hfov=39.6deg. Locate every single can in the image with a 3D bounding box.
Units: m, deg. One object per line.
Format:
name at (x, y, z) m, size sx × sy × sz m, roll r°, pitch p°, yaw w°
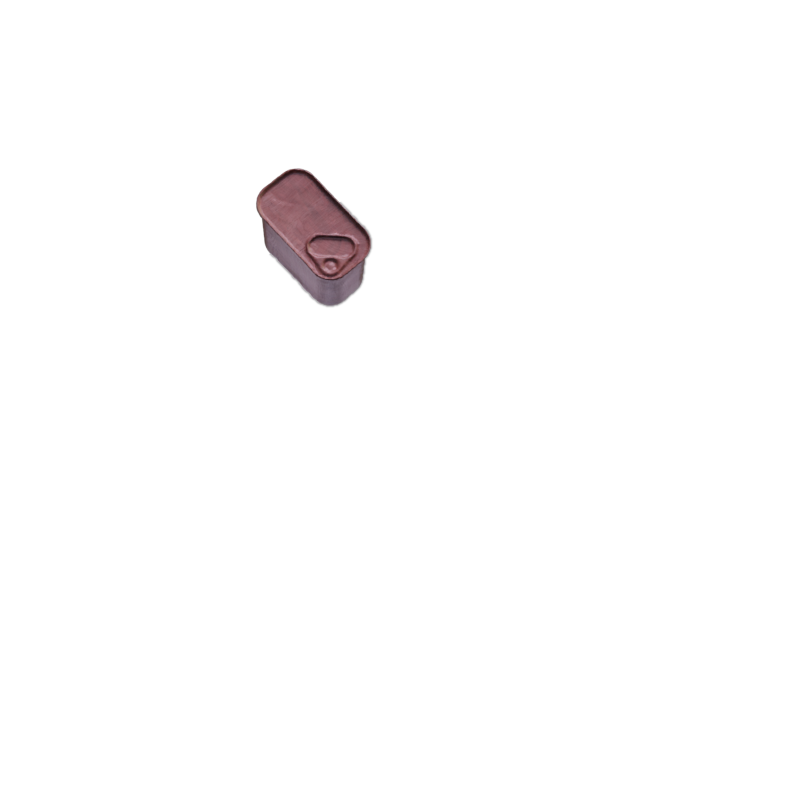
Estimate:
can at (-0.074, -0.134, 0.942) m, size 0.058 × 0.106 × 0.080 m, roll -40°, pitch -13°, yaw -13°
